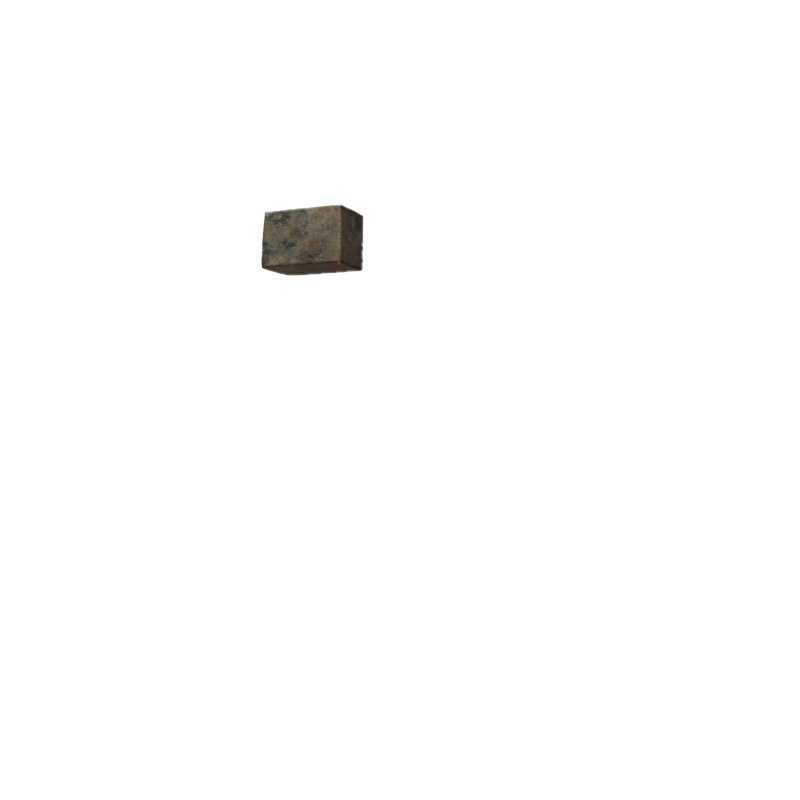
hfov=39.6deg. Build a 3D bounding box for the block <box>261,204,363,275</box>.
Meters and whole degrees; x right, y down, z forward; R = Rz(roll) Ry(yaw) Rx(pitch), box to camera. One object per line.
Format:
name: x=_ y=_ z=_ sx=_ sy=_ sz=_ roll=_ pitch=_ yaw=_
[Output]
block: x=-0.077 y=-0.141 z=0.987 sx=0.080 sy=0.052 sz=0.050 roll=-2 pitch=-7 yaw=23
